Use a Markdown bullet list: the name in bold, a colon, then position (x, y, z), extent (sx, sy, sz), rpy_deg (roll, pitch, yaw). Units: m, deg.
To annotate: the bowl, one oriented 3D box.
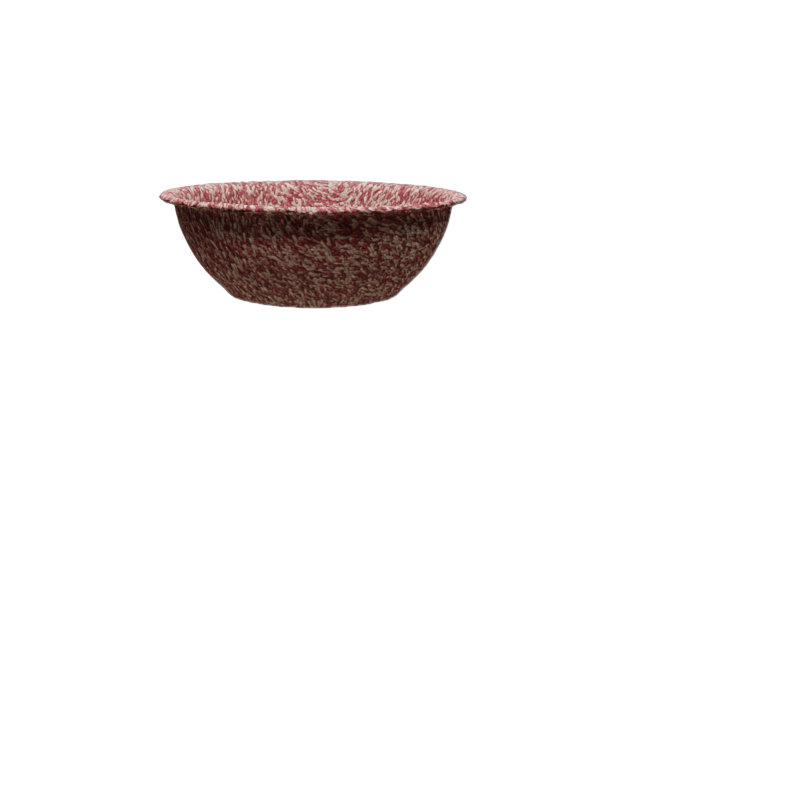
- **bowl**: position (-0.046, -0.084, 0.591), extent (0.162, 0.054, 0.167), rpy_deg (0, 15, -2)
